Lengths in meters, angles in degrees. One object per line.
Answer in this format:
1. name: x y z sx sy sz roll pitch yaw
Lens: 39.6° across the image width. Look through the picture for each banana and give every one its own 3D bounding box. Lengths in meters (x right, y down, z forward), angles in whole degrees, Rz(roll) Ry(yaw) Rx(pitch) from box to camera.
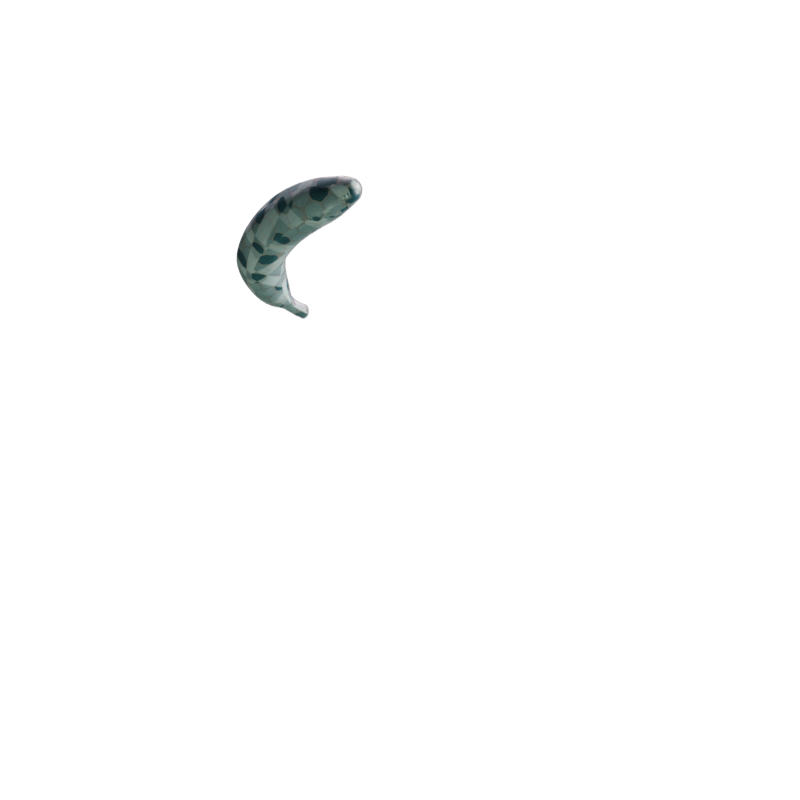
1. banana: -0.083 -0.117 0.823 0.068 0.039 0.191 6 -22 -14
